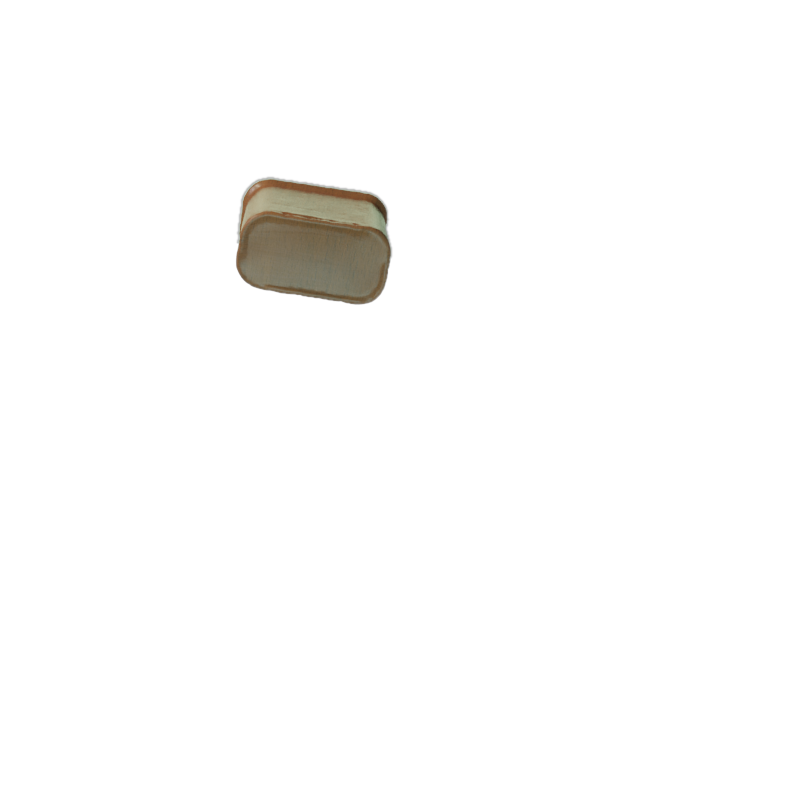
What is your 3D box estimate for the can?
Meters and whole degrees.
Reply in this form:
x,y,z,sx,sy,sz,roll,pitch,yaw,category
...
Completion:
x,y,z,sx,sy,sz,roll,pitch,yaw,category
-0.057,-0.105,0.733,0.101,0.055,0.088,8,21,-5,can
